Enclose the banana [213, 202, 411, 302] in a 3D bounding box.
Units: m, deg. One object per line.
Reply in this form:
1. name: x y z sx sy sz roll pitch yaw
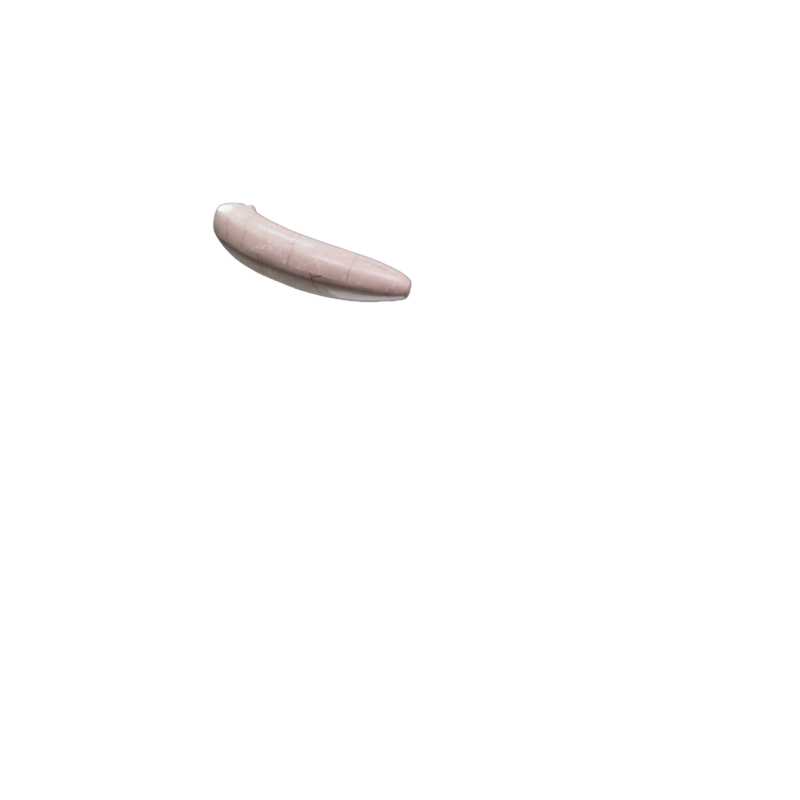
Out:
1. banana: -0.079 -0.110 0.796 0.069 0.035 0.212 -21 36 -33
